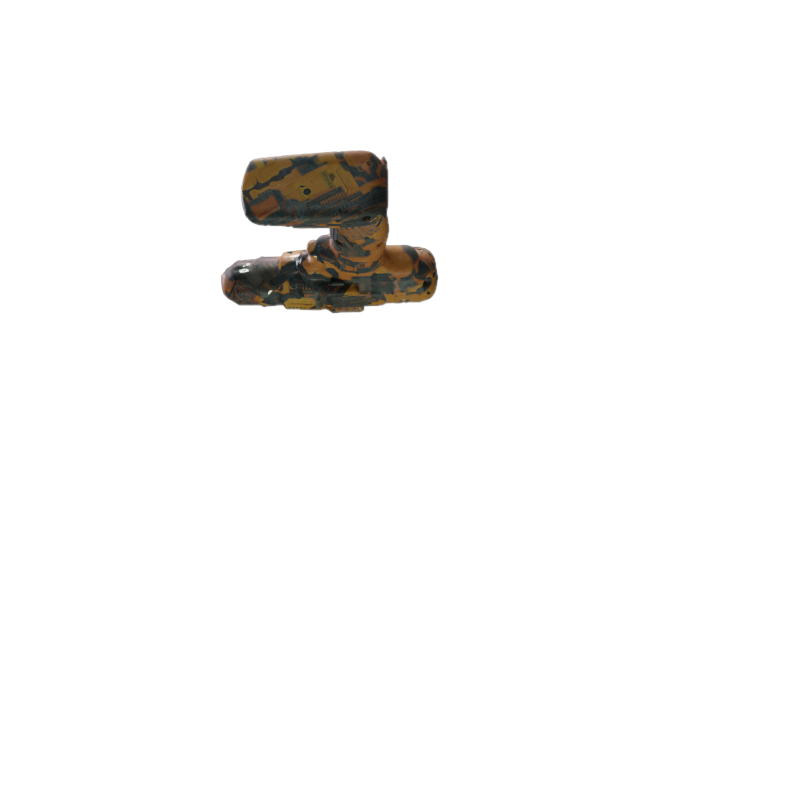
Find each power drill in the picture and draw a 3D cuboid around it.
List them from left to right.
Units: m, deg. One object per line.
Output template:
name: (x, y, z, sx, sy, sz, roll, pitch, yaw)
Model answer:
power drill: (-0.069, -0.125, 0.876, 0.186, 0.060, 0.177, -3, -20, 8)
